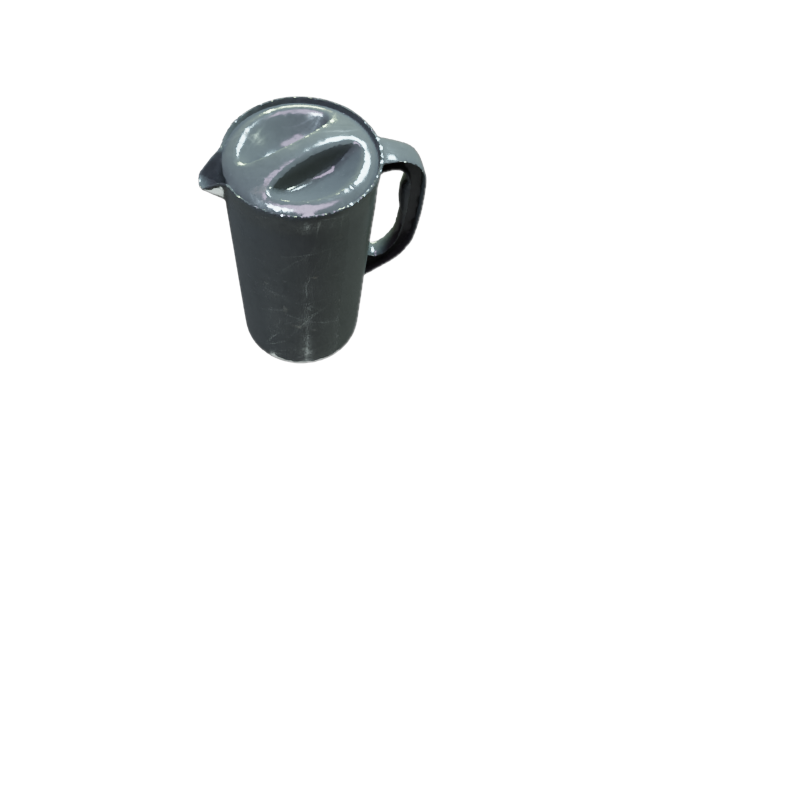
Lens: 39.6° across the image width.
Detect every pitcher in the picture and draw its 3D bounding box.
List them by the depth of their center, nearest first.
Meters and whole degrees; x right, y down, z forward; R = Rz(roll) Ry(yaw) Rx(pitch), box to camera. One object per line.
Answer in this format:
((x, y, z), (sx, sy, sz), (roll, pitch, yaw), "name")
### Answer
((-0.077, -0.140, 0.979), (0.155, 0.149, 0.227), (30, -30, 16), "pitcher")
